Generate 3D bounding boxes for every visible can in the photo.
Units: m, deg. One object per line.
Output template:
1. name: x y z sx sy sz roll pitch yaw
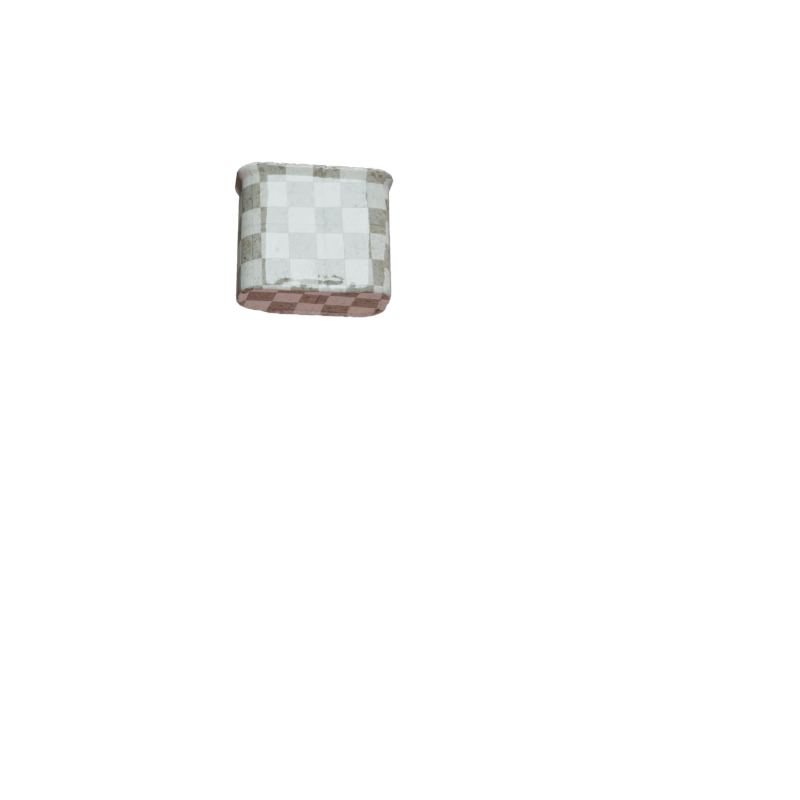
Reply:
1. can: -0.056 -0.101 0.710 0.101 0.088 0.056 2 -19 -8
